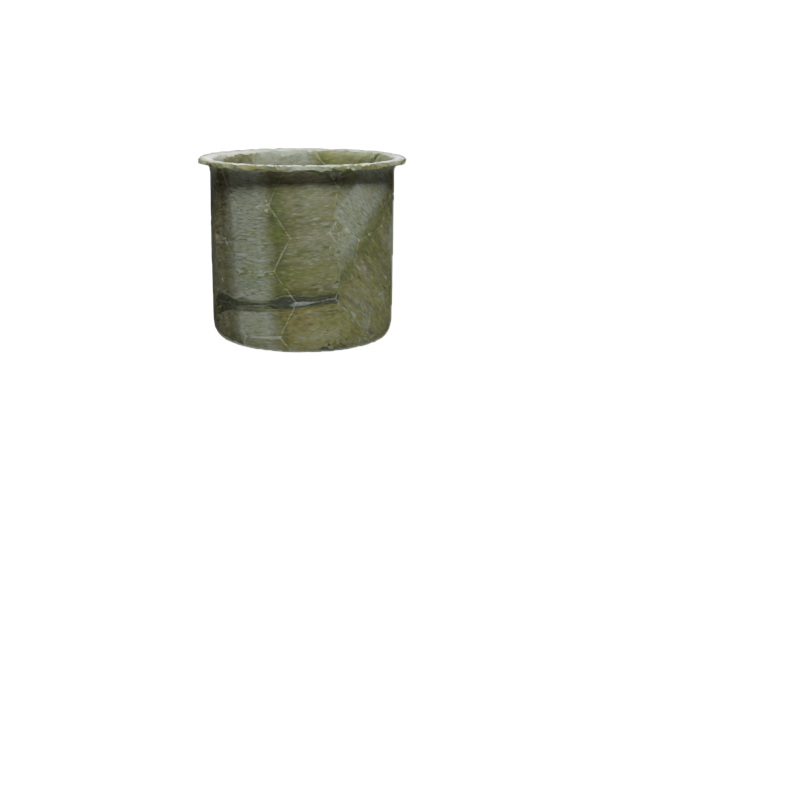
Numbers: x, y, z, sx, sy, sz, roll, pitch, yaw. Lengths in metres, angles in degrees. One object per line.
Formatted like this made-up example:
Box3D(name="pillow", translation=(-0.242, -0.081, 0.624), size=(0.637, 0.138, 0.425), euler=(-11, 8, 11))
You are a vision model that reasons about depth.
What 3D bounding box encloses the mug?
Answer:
Box3D(name="mug", translation=(-0.040, -0.073, 0.512), size=(0.096, 0.079, 0.117), euler=(6, 16, 21))
